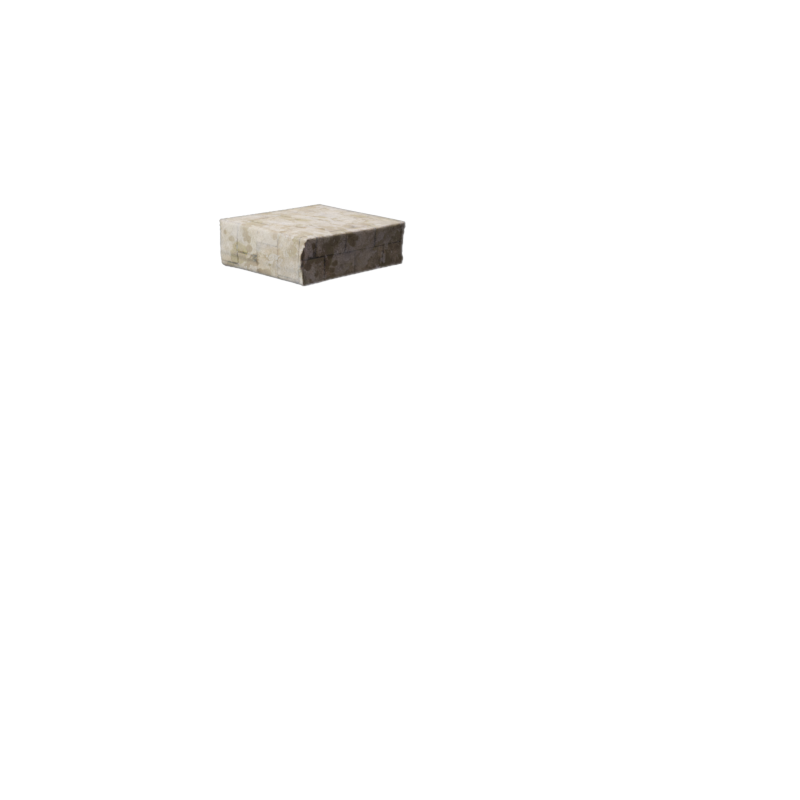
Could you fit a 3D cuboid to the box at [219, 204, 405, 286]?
[{"bbox_3d":[-0.065,-0.118,0.829,0.095,0.037,0.112,16,25,38],"label":"box"}]
